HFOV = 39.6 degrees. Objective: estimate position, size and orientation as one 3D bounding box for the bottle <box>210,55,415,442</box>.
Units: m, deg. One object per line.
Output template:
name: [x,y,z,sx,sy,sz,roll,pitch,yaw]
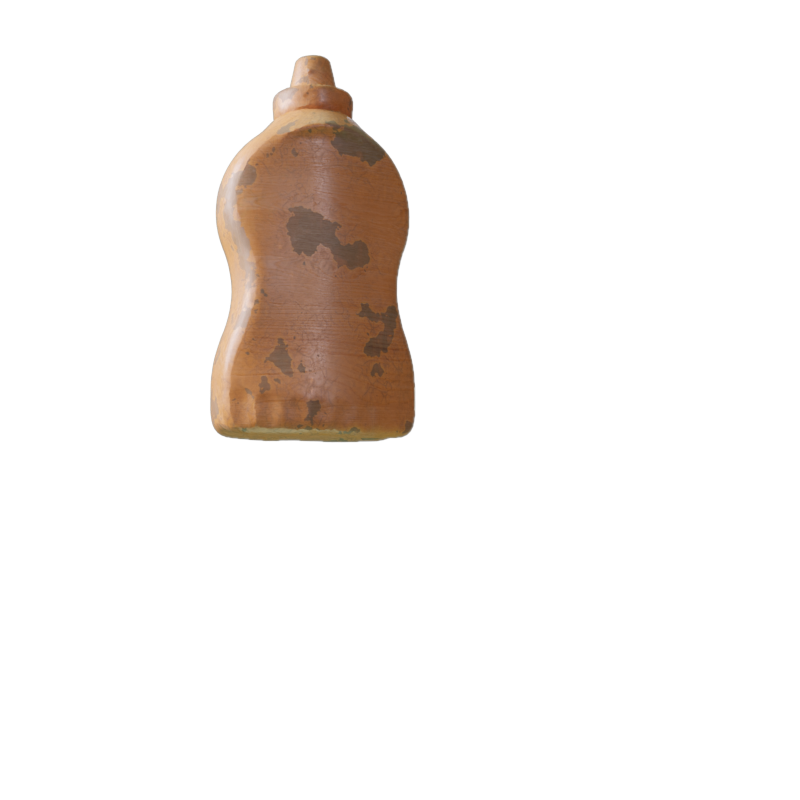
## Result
bottle: [-0.043,-0.078,0.546,0.094,0.198,0.058,3,-13,-17]
